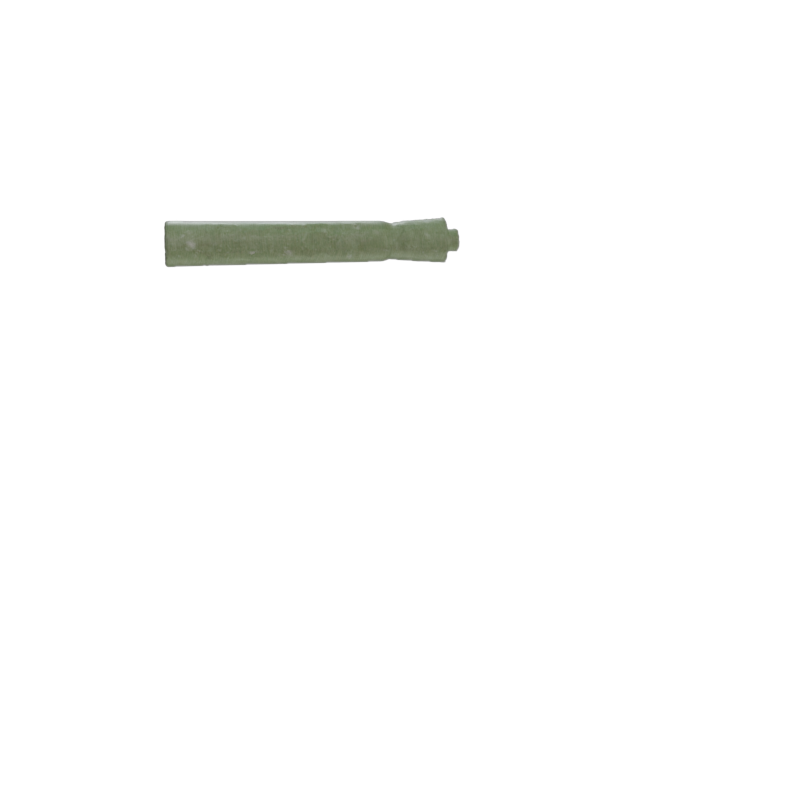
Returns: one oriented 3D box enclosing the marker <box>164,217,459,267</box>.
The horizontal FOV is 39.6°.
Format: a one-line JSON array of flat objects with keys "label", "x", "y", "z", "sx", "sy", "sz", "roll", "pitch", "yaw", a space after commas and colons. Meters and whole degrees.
[{"label": "marker", "x": -0.036, "y": -0.065, "z": 0.455, "sx": 0.120, "sy": 0.020, "sz": 0.020, "roll": -2, "pitch": 4, "yaw": -6}]
